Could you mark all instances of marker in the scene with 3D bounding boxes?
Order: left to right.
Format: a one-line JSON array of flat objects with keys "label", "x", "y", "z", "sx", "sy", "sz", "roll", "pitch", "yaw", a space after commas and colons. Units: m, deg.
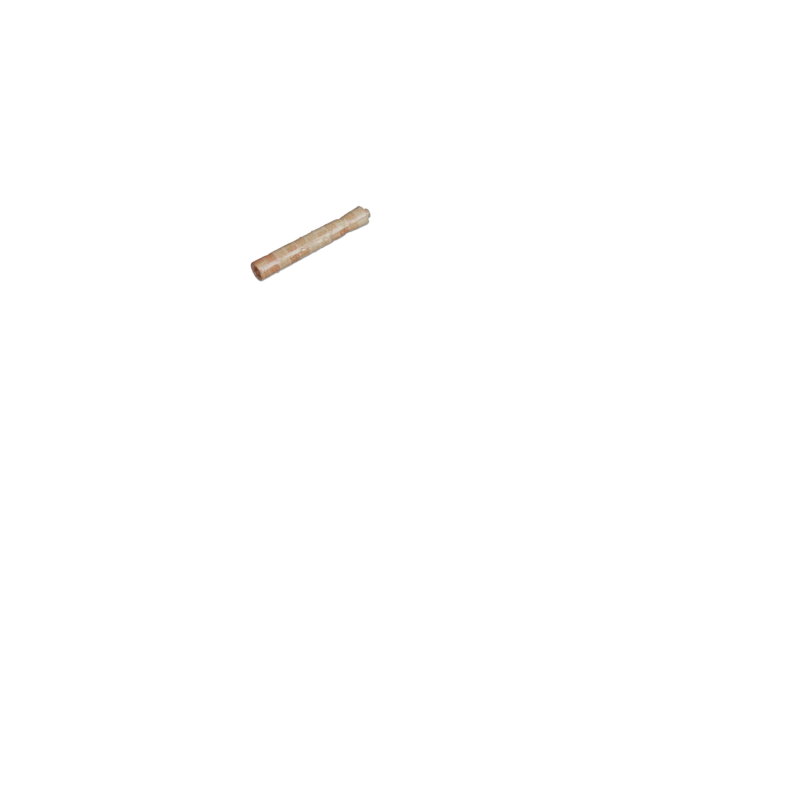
[{"label": "marker", "x": -0.077, "y": -0.140, "z": 0.980, "sx": 0.121, "sy": 0.019, "sz": 0.020, "roll": -31, "pitch": 17, "yaw": -22}]
